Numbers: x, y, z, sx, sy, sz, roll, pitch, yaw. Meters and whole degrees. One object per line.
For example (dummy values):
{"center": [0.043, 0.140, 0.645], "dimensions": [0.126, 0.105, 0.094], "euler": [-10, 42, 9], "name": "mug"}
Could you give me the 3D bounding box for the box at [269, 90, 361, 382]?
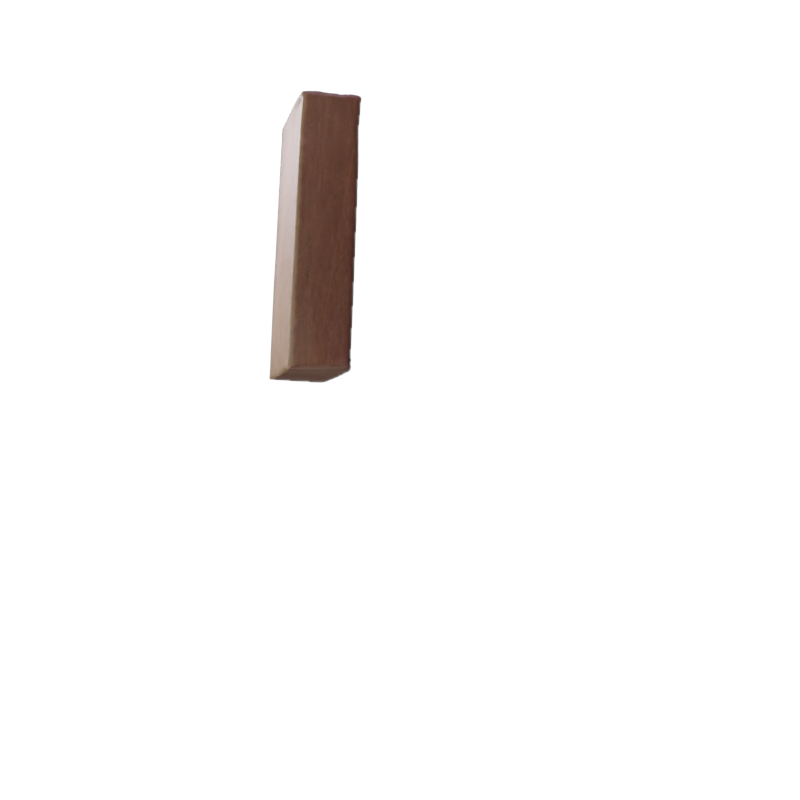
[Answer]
{"center": [-0.057, -0.103, 0.723], "dimensions": [0.047, 0.181, 0.092], "euler": [2, -10, -13], "name": "box"}
